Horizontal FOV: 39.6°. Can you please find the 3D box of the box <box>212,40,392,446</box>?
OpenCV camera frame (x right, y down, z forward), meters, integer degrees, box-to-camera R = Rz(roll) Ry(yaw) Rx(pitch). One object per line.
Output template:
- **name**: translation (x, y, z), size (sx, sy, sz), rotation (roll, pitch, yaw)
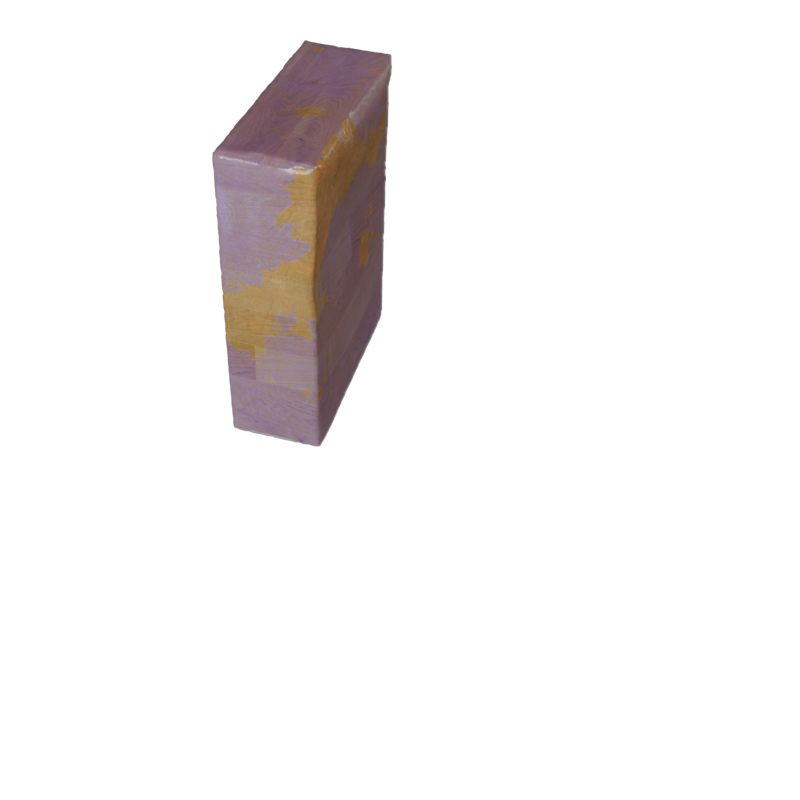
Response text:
- **box**: translation (-0.057, -0.105, 0.734), size (0.073, 0.200, 0.172), rotation (11, 39, 10)
